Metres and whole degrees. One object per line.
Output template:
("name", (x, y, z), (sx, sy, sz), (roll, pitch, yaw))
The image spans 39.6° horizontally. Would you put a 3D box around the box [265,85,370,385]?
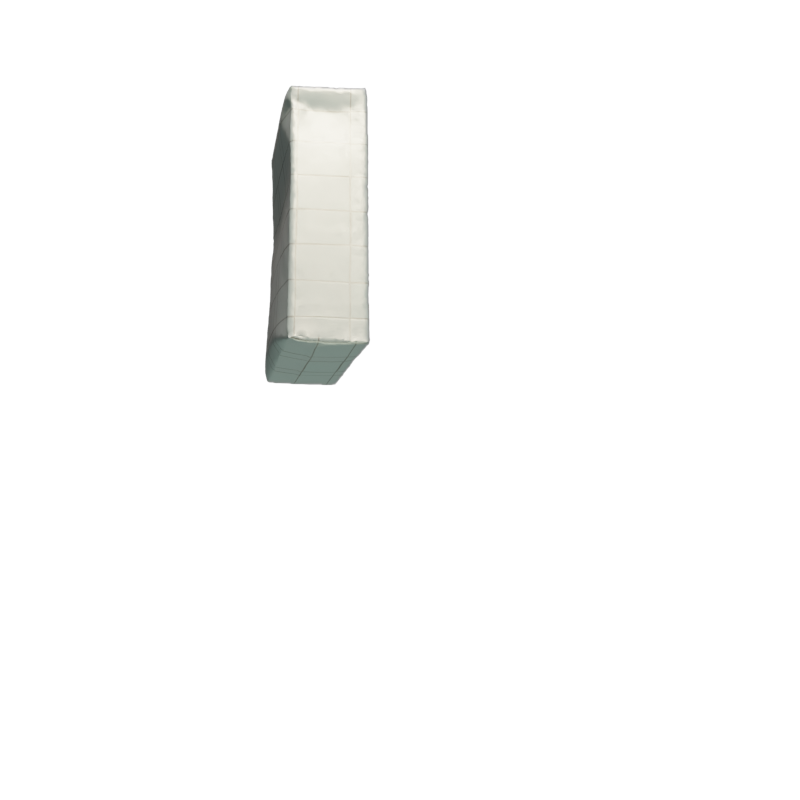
("box", (-0.073, -0.133, 0.929), (0.071, 0.222, 0.160), (2, -15, -11))
